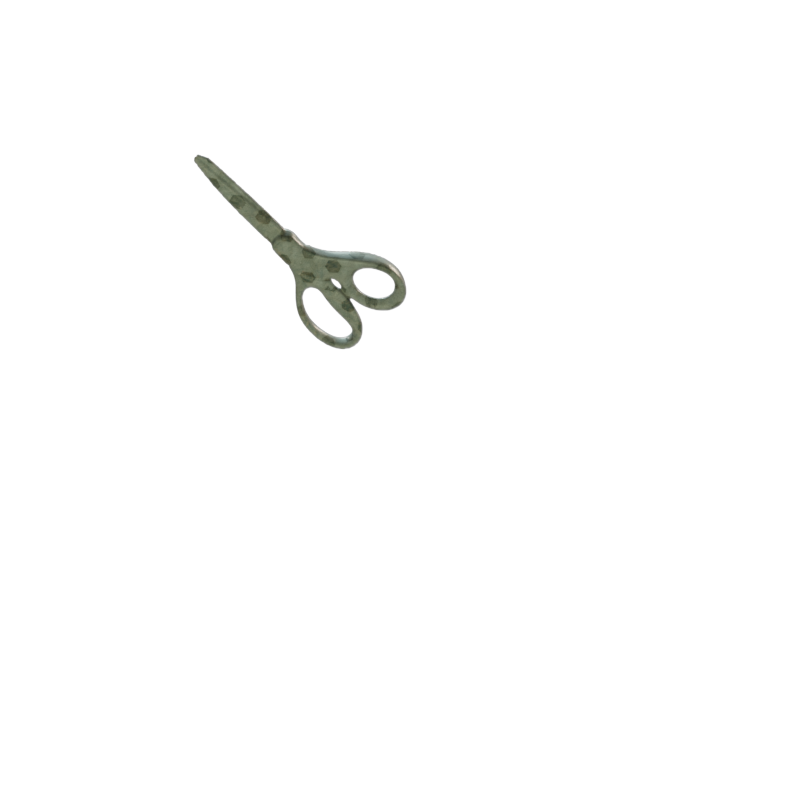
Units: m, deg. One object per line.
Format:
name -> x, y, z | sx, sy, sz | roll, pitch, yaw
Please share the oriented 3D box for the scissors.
scissors -> -0.065, -0.118, 0.827 | 0.097, 0.187, 0.017 | -20, 34, 14
